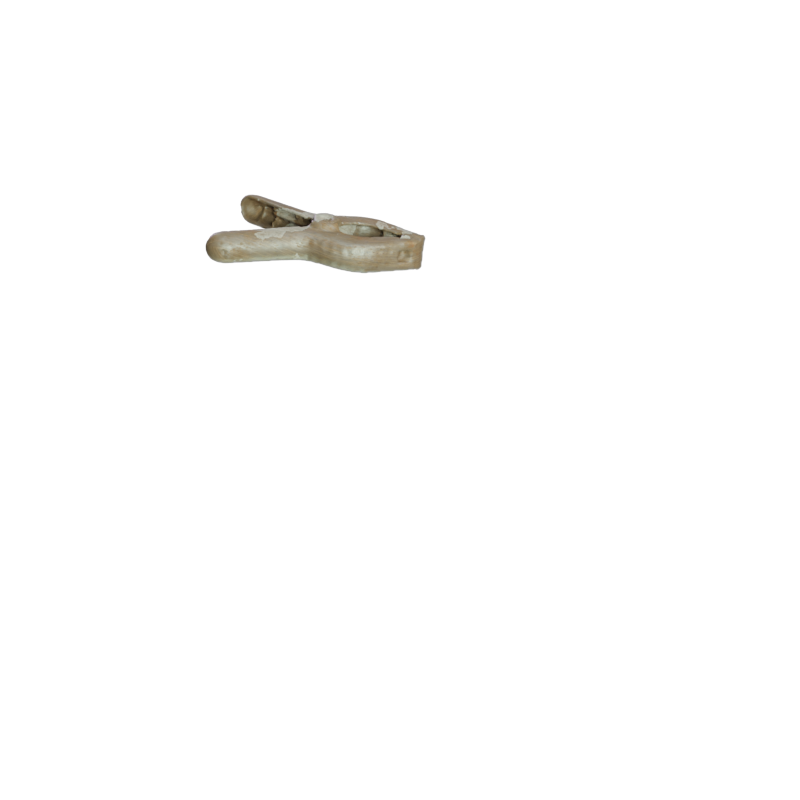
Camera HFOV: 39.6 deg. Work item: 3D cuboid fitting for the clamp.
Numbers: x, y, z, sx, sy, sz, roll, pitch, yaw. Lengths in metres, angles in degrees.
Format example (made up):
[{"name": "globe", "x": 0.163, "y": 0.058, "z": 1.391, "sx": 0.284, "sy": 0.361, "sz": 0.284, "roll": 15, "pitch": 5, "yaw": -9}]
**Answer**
[{"name": "clamp", "x": -0.070, "y": -0.128, "z": 0.894, "sx": 0.176, "sy": 0.037, "sz": 0.124, "roll": 10, "pitch": 33, "yaw": 16}]
